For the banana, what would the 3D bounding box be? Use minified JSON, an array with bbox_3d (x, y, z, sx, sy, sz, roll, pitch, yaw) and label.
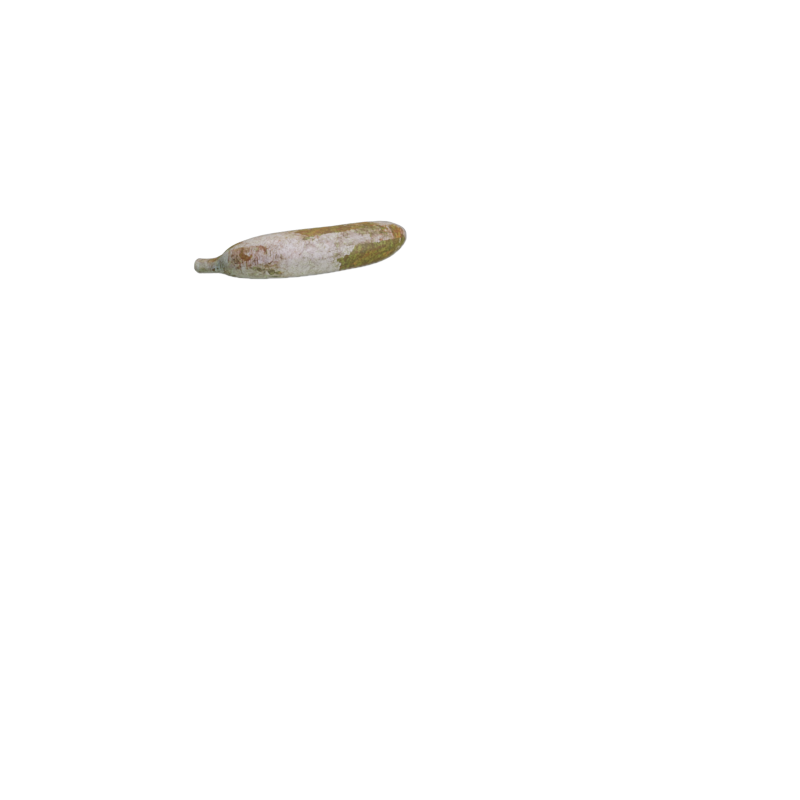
[{"bbox_3d":[-0.066,-0.126,0.906,0.193,0.035,0.074,-11,21,-28],"label":"banana"}]
